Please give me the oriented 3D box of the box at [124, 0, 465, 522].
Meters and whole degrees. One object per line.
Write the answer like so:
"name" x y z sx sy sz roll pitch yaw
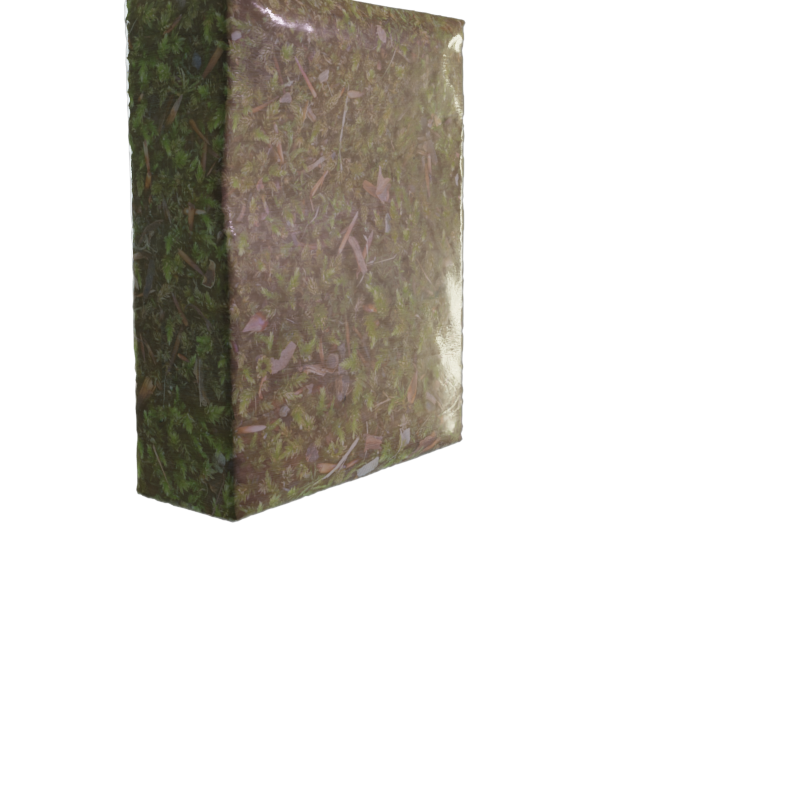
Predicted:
"box" -0.039 -0.072 0.504 0.075 0.211 0.159 4 8 39
